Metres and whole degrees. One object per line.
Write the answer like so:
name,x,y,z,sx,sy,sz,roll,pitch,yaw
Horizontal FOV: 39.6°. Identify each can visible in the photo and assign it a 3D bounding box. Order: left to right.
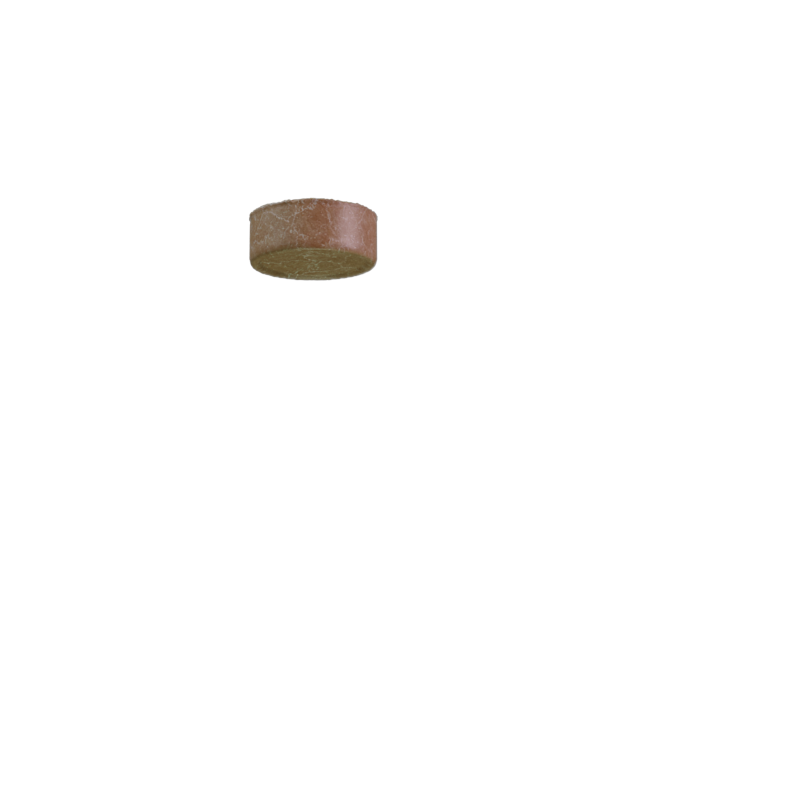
can,-0.057,-0.105,0.733,0.086,0.035,0.083,0,-9,-2
